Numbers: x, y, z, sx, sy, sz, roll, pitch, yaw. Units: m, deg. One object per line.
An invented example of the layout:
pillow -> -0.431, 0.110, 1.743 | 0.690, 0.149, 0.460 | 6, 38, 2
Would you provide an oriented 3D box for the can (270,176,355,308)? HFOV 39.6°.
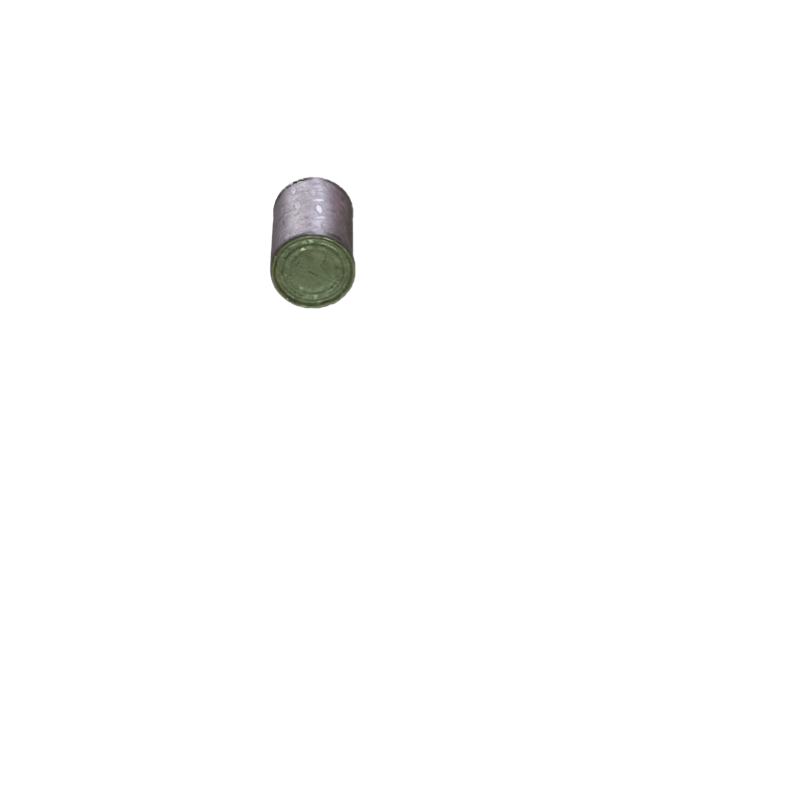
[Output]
can -> -0.070, -0.127, 0.888 | 0.068, 0.064, 0.109 | -1, 33, -3
